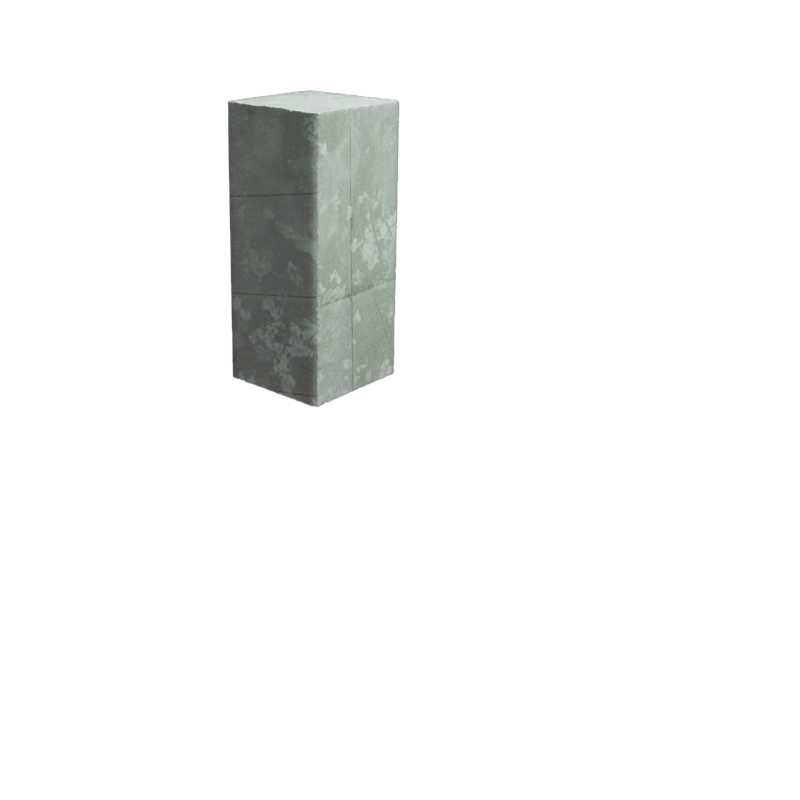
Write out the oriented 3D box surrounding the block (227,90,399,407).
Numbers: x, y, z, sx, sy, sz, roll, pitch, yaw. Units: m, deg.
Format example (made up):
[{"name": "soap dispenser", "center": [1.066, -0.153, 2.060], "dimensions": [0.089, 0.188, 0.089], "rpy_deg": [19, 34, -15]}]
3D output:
[{"name": "block", "center": [-0.063, -0.115, 0.805], "dimensions": [0.095, 0.199, 0.089], "rpy_deg": [14, 21, 37]}]
